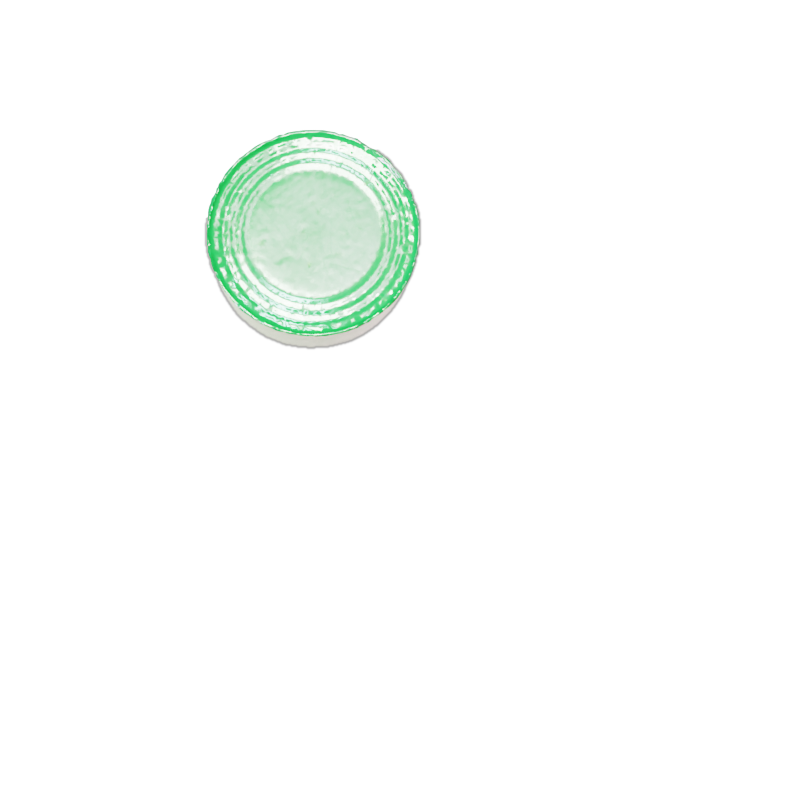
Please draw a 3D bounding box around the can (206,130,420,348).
[{"bbox_3d":[-0.036,-0.065,0.457,0.086,0.089,0.032,0,-15,-1],"label":"can"}]
